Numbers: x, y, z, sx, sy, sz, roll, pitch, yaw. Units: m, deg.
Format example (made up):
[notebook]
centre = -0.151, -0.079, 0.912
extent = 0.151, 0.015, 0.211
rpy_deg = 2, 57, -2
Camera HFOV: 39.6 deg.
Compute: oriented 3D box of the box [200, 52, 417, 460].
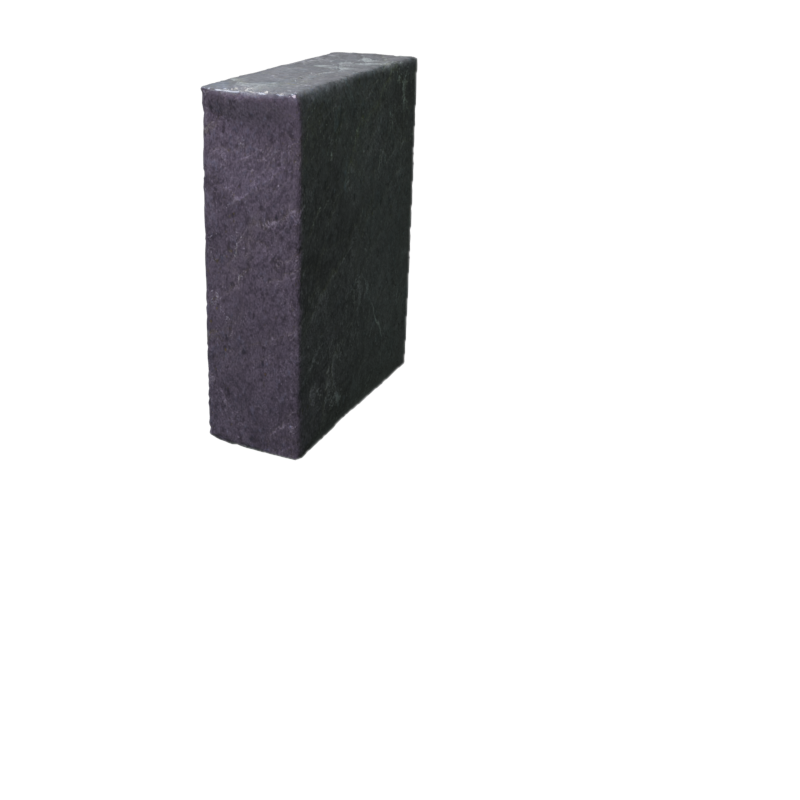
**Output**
[box]
centre = -0.053, -0.097, 0.682
extent = 0.074, 0.205, 0.165
rpy_deg = 9, 21, 22
